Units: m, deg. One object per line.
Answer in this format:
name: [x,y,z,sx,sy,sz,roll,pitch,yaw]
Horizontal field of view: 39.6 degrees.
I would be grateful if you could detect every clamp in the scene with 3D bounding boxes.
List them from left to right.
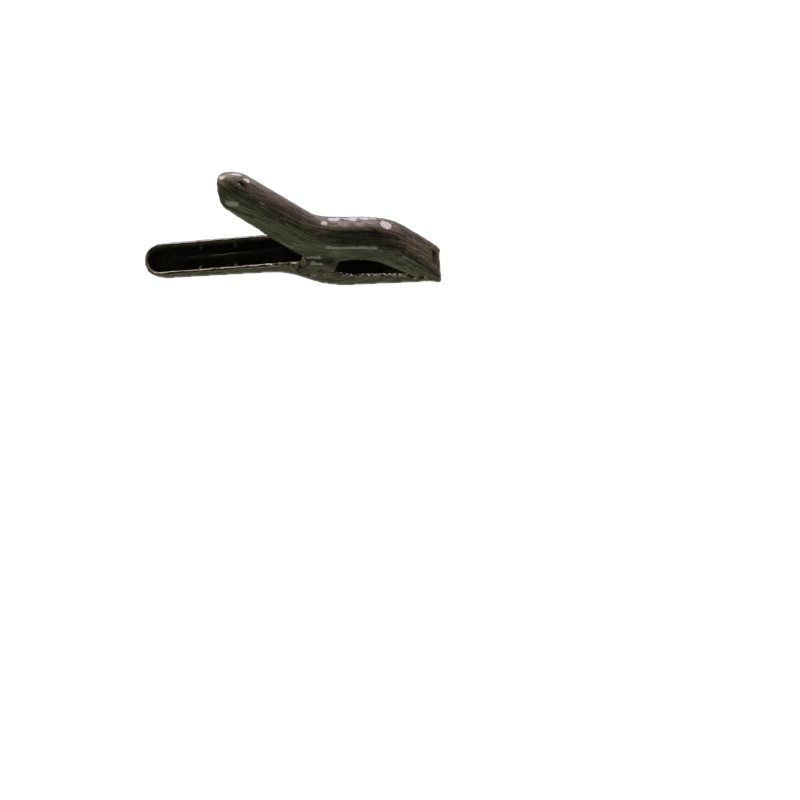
clamp: [-0.060,-0.110,0.772,0.204,0.038,0.163,4,-13,-19]
